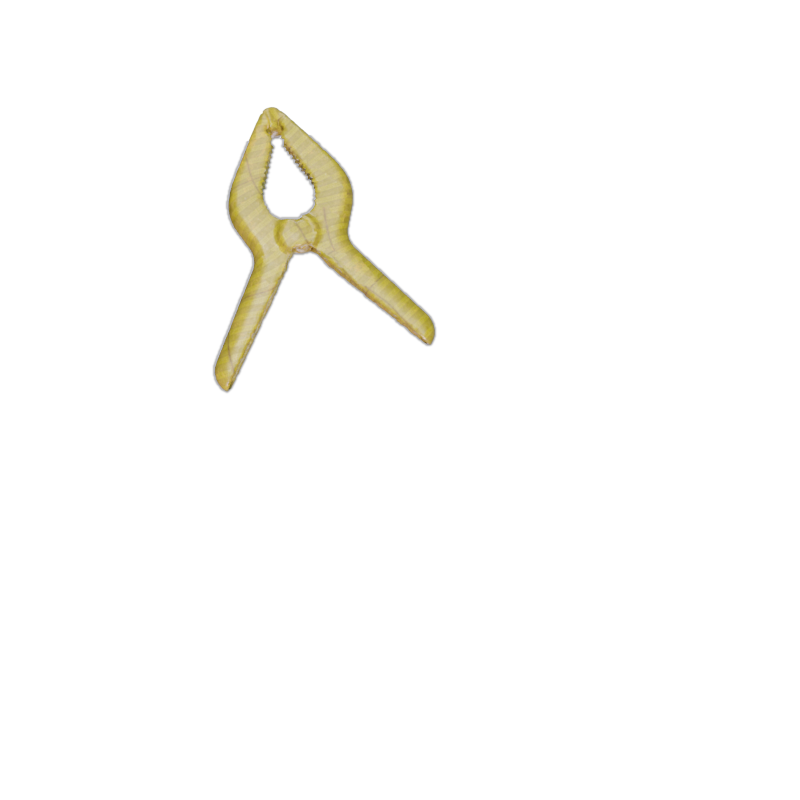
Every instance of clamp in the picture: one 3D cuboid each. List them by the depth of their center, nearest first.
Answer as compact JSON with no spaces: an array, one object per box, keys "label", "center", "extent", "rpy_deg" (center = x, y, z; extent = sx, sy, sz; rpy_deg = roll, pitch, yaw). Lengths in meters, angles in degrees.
[{"label":"clamp","center":[-0.065,-0.119,0.832],"extent":[0.164,0.217,0.035],"rpy_deg":[-6,-12,-2]}]
